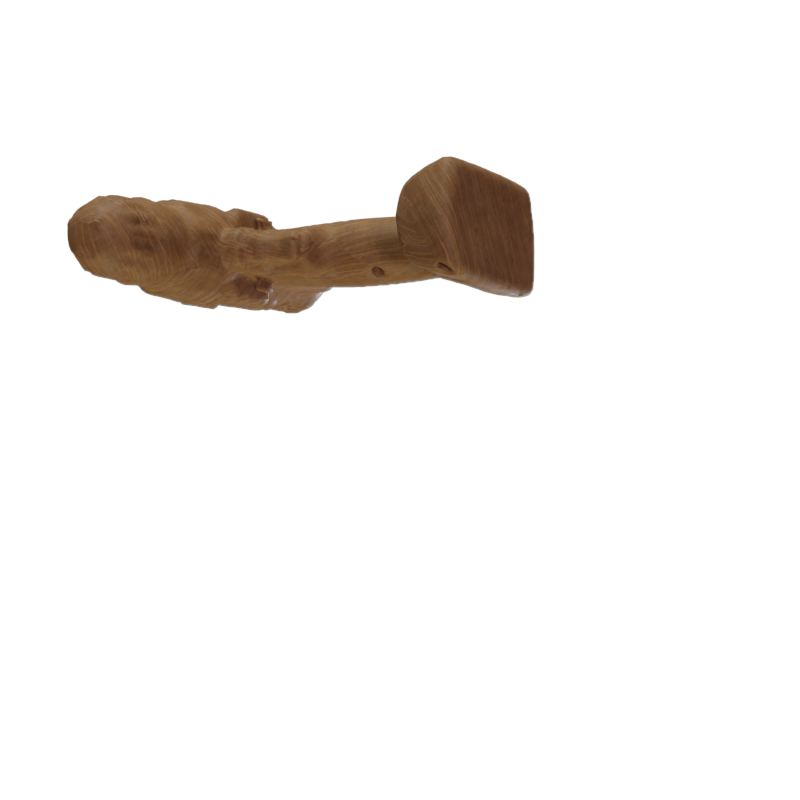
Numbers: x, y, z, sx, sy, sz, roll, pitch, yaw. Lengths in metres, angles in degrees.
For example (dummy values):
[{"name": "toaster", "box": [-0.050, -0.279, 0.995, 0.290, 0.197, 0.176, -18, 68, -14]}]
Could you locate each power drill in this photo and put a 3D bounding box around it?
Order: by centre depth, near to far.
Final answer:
[{"name": "power drill", "box": [-0.043, -0.078, 0.546, 0.194, 0.058, 0.177, 0, -1, 31]}]
